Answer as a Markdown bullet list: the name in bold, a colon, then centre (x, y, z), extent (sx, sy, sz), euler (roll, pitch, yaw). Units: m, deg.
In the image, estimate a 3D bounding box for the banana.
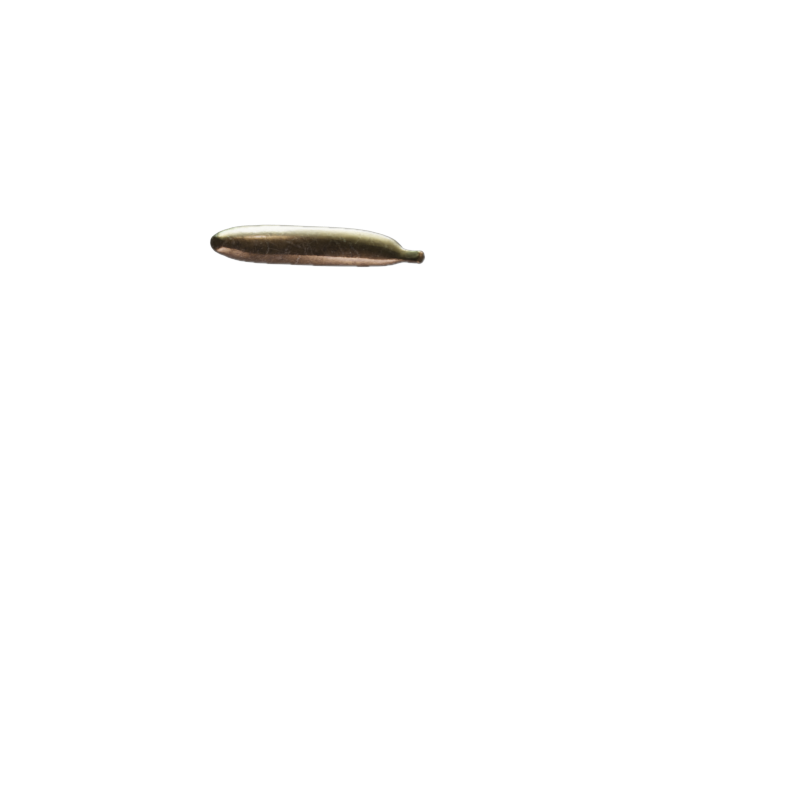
- **banana**: centre (-0.081, -0.142, 1.013), extent (0.193, 0.037, 0.070), euler (0, -1, -17)
